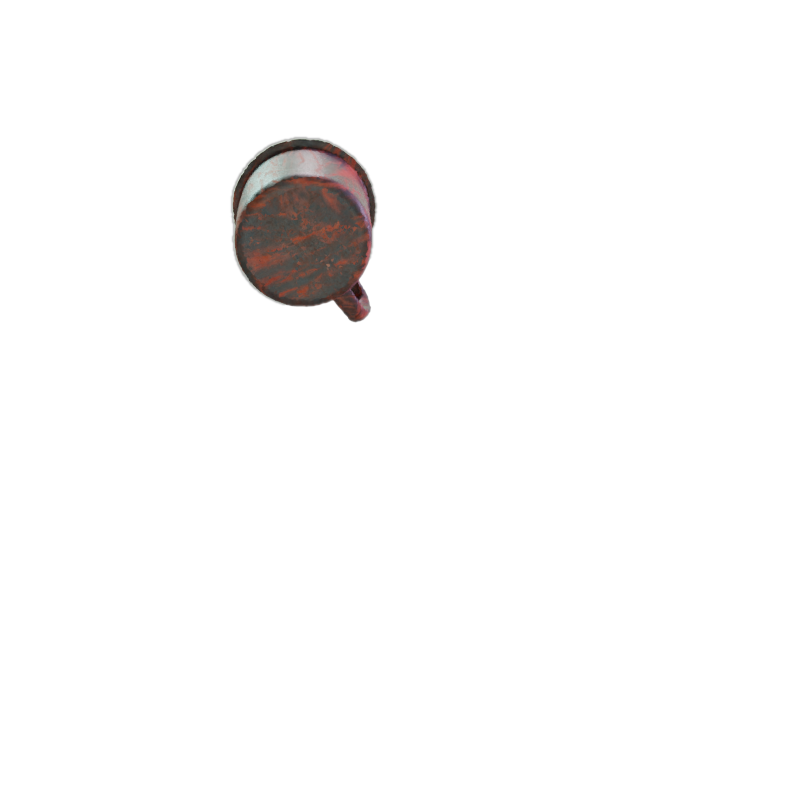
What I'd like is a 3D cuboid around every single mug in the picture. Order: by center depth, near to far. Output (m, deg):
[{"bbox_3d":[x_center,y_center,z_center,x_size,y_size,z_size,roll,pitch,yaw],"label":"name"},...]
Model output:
[{"bbox_3d":[-0.053,-0.097,0.681,0.093,0.112,0.085,-28,18,8],"label":"mug"}]
